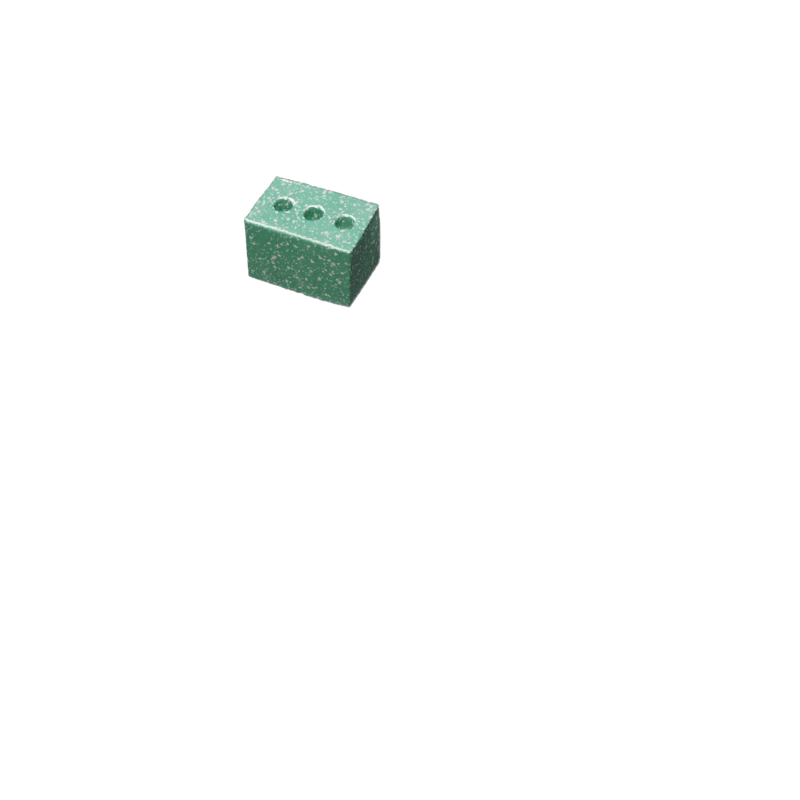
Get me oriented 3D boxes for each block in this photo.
[{"bbox_3d":[-0.058,-0.105,0.737,0.080,0.048,0.055,17,47,15],"label":"block"}]
